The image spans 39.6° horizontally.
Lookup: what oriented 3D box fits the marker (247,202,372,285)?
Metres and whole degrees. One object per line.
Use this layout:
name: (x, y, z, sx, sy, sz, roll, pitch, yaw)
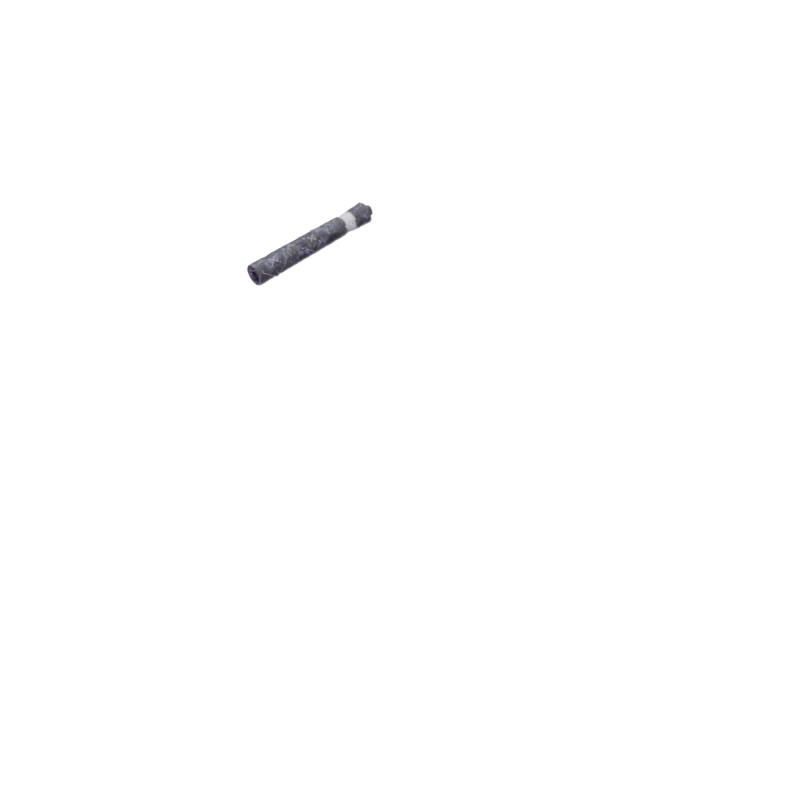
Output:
marker: (-0.071, -0.129, 0.901, 0.121, 0.019, 0.020, -34, 20, -26)
